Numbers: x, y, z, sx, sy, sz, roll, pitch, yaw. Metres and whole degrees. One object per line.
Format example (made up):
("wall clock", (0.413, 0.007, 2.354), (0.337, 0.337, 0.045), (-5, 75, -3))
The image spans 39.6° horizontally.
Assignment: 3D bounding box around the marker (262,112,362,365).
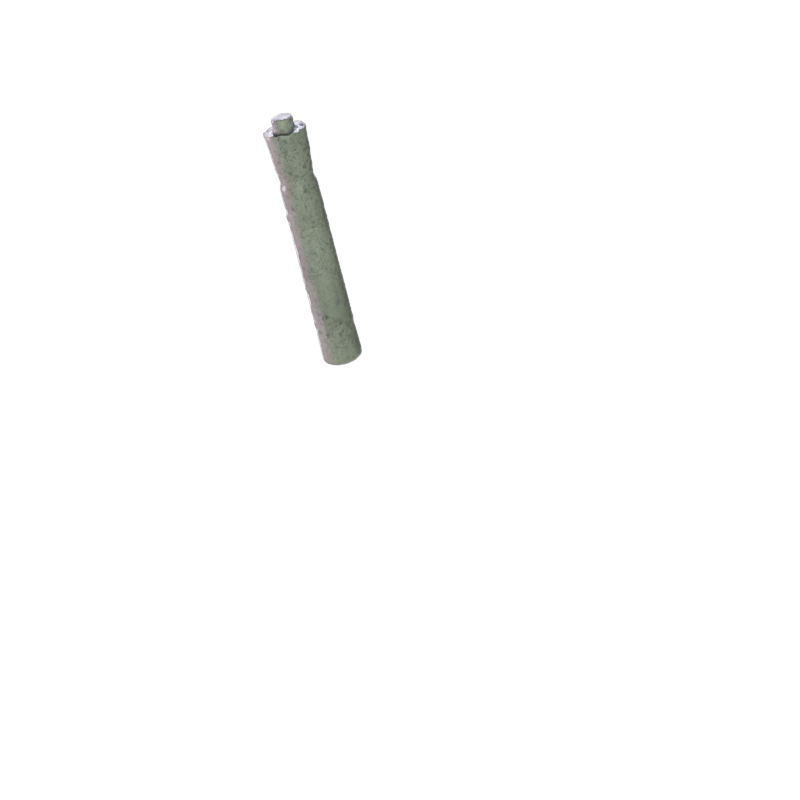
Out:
("marker", (-0.039, -0.071, 0.496), (0.020, 0.114, 0.021), (-12, 26, 4))
